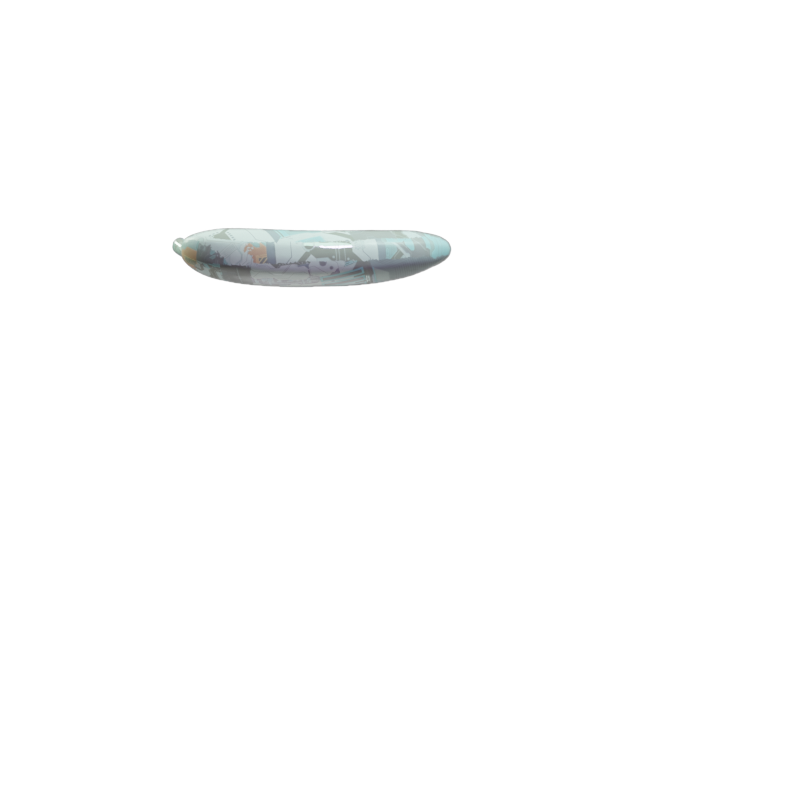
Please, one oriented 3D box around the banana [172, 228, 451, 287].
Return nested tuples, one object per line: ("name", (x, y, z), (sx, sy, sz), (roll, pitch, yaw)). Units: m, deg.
("banana", (-0.065, -0.101, 0.753), (0.199, 0.035, 0.073), (3, 27, 6))
